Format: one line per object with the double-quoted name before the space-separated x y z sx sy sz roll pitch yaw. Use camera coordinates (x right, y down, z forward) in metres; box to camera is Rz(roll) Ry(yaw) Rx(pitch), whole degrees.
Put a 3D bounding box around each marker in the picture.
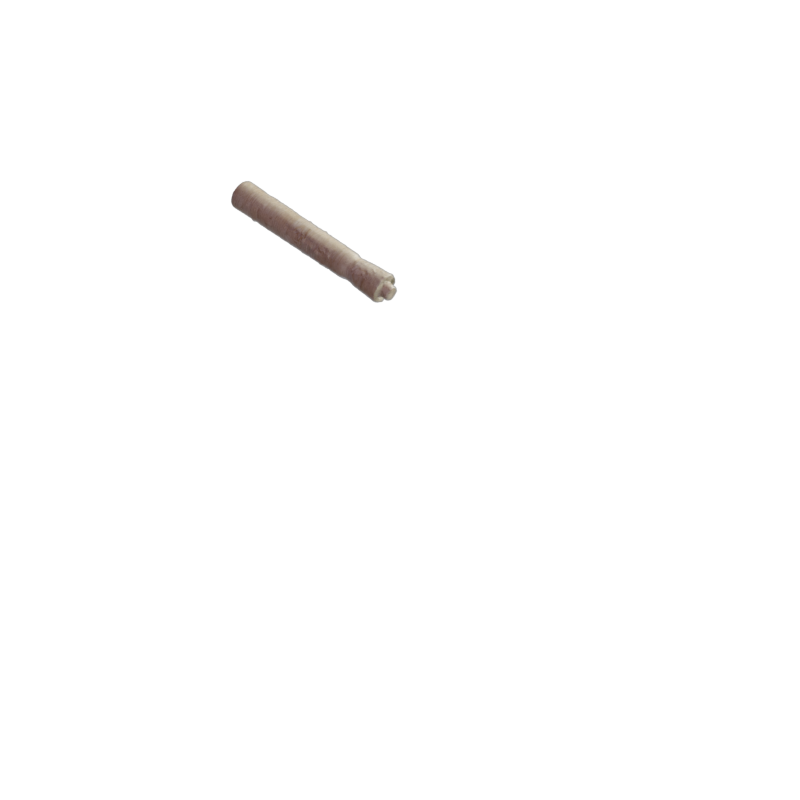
"marker" -0.051 -0.093 0.650 0.128 0.019 0.019 36 21 27
